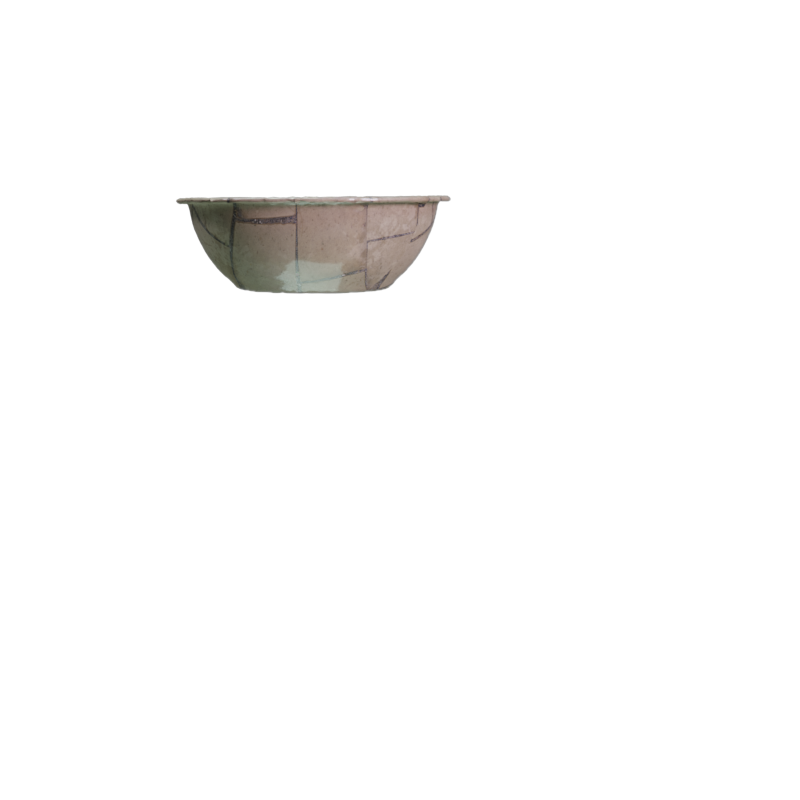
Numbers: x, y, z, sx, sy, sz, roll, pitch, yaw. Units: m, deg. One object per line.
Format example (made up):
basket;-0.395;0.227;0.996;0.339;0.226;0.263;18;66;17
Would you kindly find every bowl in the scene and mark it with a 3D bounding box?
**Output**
bowl;-0.052;-0.094;0.658;0.162;0.054;0.165;0;9;-2
